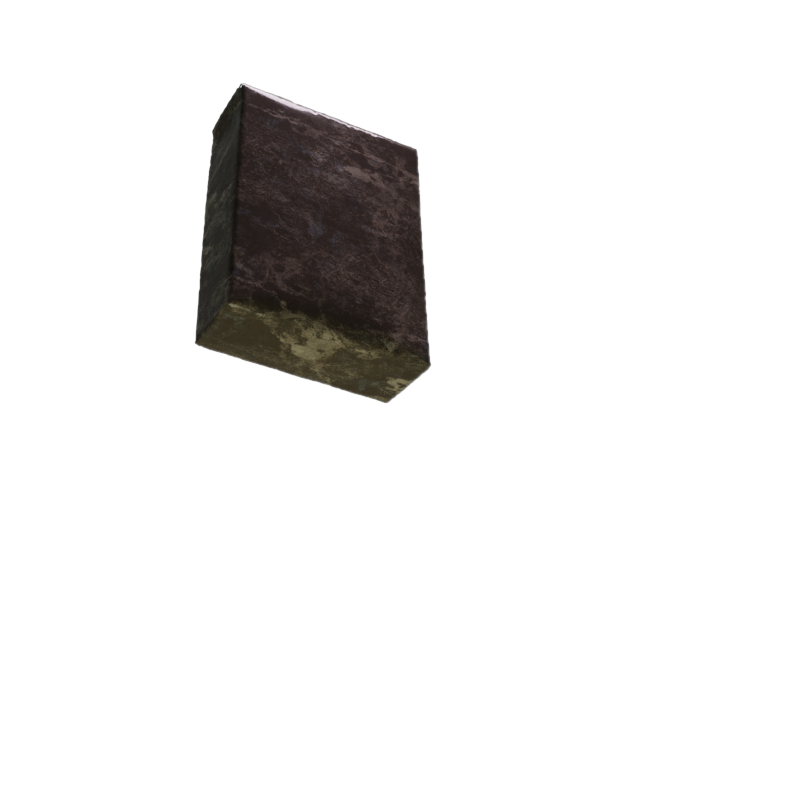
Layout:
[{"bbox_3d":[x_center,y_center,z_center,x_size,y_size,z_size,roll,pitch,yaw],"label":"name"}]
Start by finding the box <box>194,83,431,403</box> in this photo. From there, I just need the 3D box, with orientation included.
[{"bbox_3d":[-0.066,-0.121,0.848,0.157,0.229,0.070,16,-40,-24],"label":"box"}]
